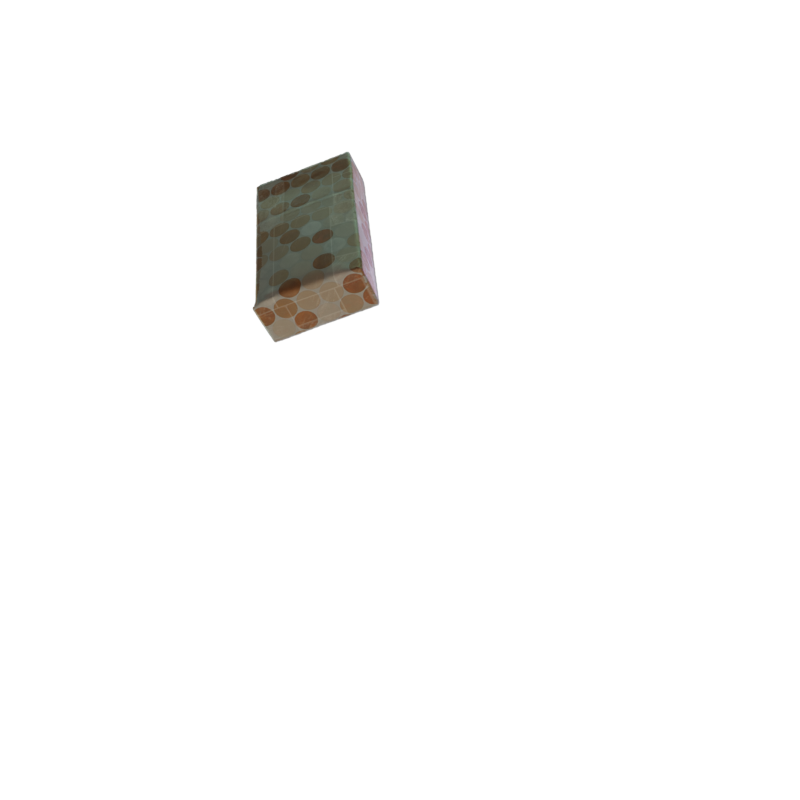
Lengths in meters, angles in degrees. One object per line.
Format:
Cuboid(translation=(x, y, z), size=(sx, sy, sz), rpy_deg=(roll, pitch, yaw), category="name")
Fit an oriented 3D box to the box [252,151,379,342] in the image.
Cuboid(translation=(-0.072, -0.131, 0.920), size=(0.094, 0.045, 0.189), rpy_deg=(-19, 37, 11), category="box")
